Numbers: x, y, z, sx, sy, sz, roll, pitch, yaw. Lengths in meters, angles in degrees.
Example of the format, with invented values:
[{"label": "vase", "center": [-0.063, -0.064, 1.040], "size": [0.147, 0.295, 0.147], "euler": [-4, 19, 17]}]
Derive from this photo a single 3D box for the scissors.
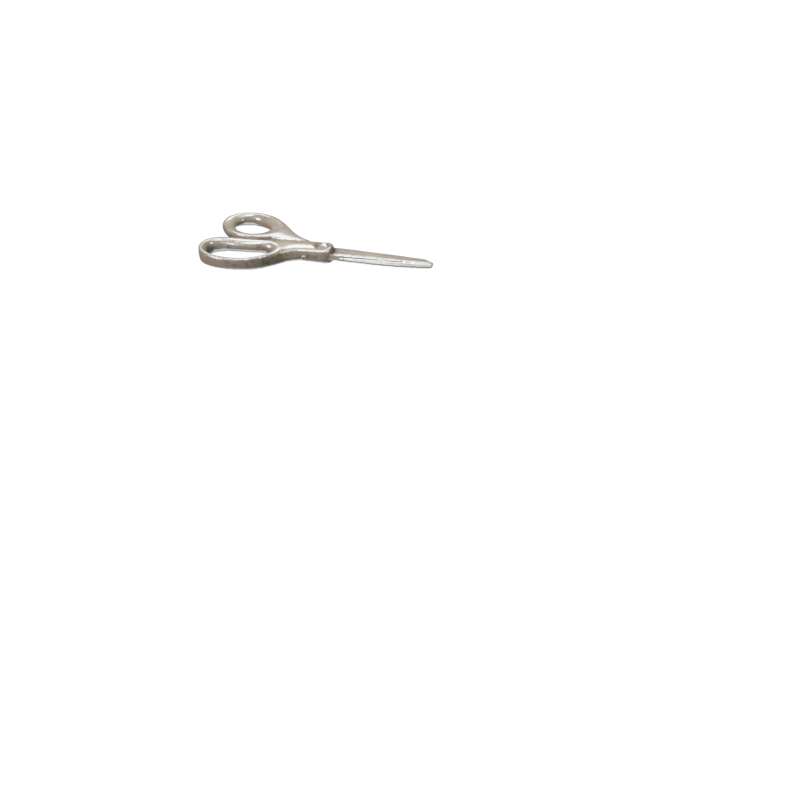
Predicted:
[{"label": "scissors", "center": [-0.077, -0.141, 0.985], "size": [0.201, 0.015, 0.103], "euler": [-2, 35, -2]}]
